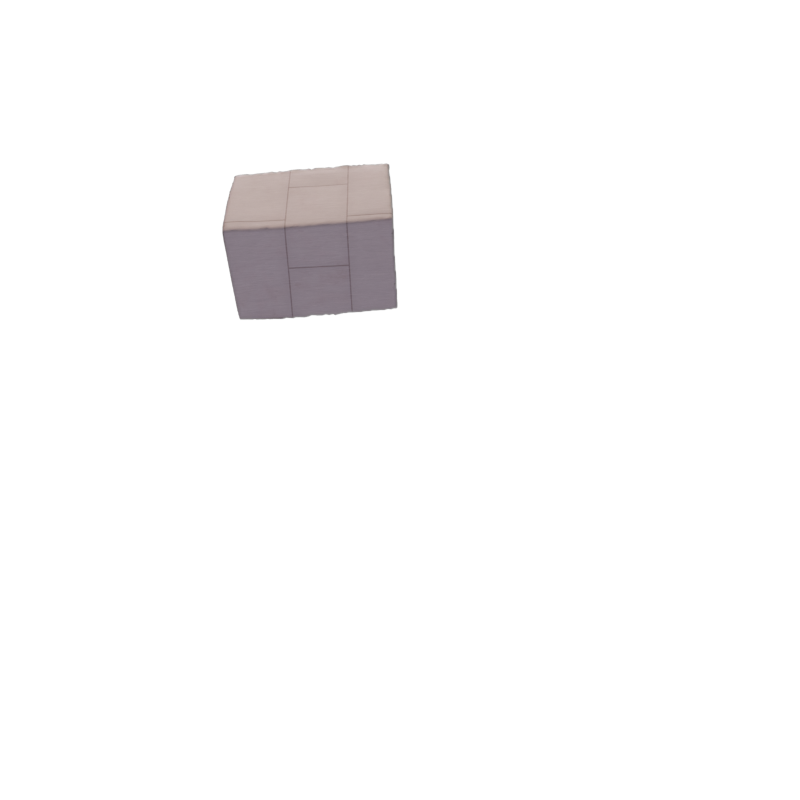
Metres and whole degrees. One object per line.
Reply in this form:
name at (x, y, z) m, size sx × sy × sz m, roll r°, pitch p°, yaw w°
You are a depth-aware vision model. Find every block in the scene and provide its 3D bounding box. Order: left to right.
block at (-0.041, -0.075, 0.527) m, size 0.078 × 0.049 × 0.055 m, roll -4°, pitch 38°, yaw 1°
